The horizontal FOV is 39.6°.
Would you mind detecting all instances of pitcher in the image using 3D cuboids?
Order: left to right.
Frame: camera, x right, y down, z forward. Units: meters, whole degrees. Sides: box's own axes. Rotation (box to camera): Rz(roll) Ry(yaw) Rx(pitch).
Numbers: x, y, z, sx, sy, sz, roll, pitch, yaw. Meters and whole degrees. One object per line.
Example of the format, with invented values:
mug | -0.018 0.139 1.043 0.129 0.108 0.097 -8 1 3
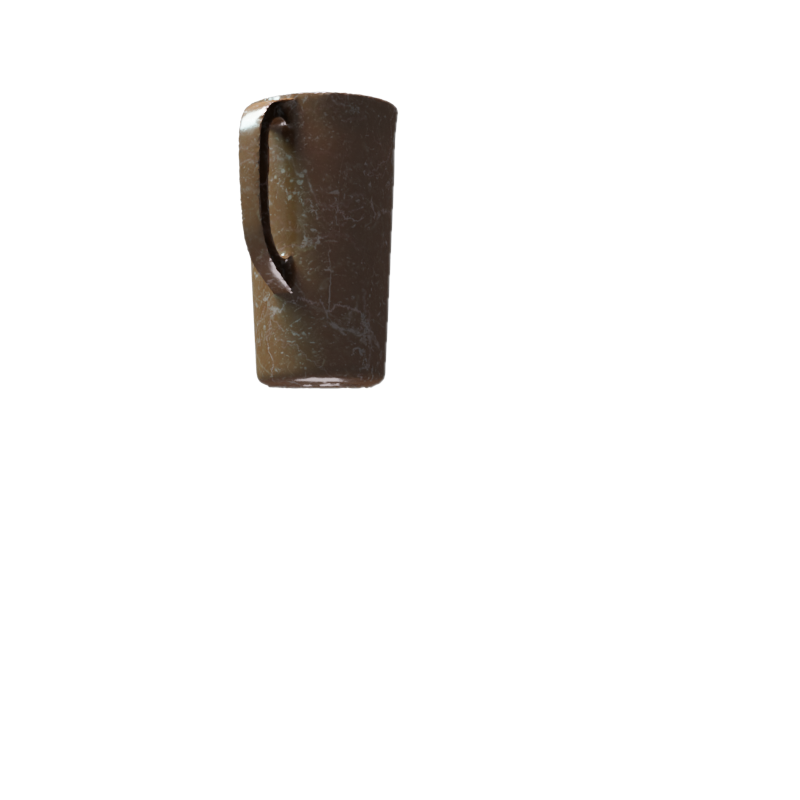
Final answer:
pitcher | -0.073 -0.133 0.934 0.146 0.248 0.145 1 -7 -16
